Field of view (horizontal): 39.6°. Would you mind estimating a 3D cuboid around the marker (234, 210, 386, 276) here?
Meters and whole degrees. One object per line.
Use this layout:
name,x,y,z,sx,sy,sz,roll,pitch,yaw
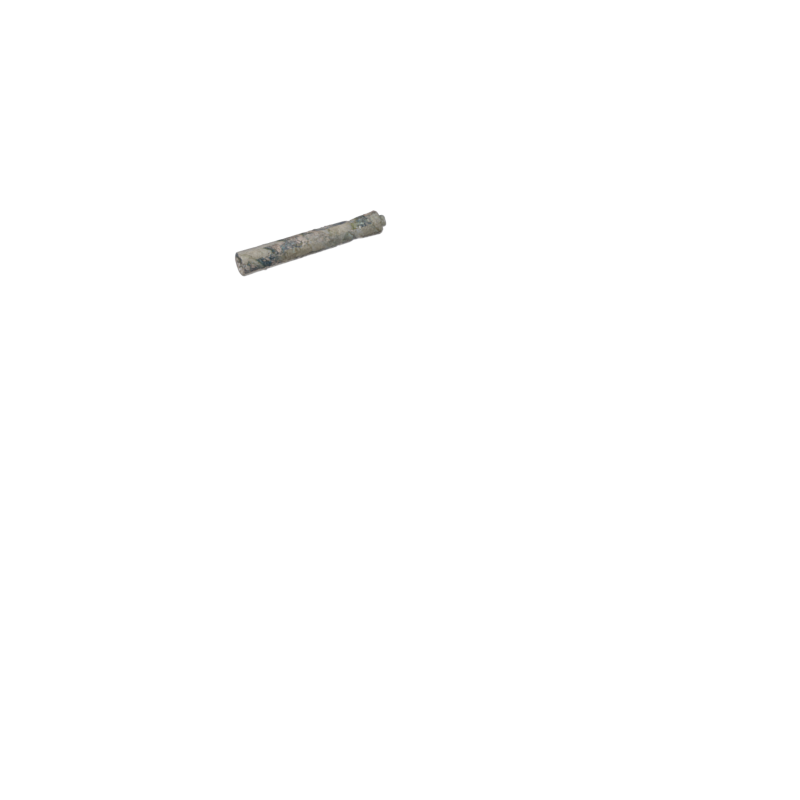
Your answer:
marker,-0.065,-0.119,0.834,0.120,0.019,0.020,-20,11,-20
